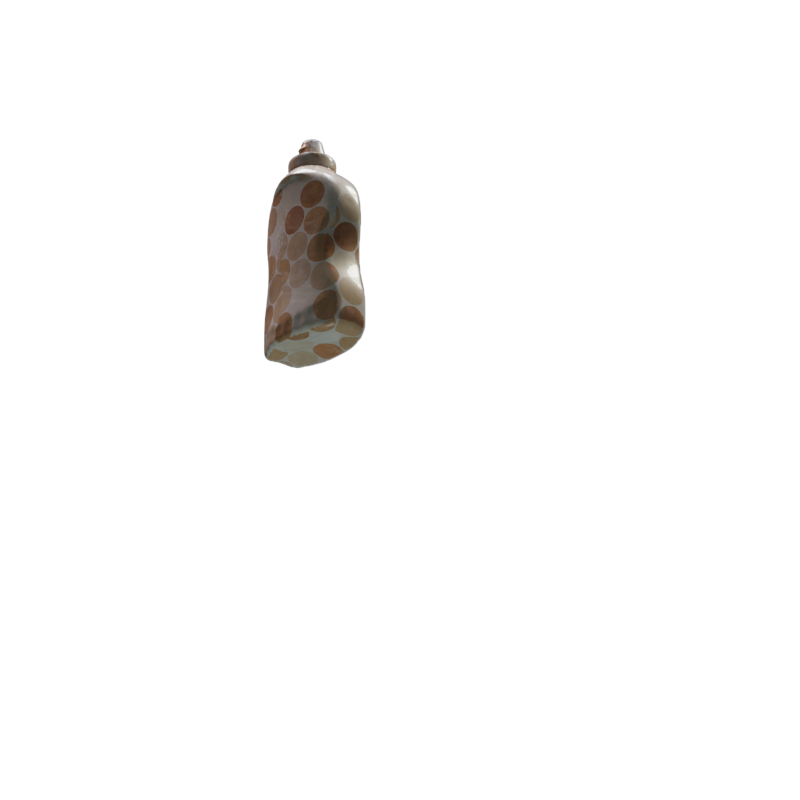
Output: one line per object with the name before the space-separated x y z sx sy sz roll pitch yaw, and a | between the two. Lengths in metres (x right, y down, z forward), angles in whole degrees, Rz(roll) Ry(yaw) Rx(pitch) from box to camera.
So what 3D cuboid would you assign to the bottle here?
bottle | -0.071 -0.130 0.908 0.055 0.203 0.095 18 -33 -34
